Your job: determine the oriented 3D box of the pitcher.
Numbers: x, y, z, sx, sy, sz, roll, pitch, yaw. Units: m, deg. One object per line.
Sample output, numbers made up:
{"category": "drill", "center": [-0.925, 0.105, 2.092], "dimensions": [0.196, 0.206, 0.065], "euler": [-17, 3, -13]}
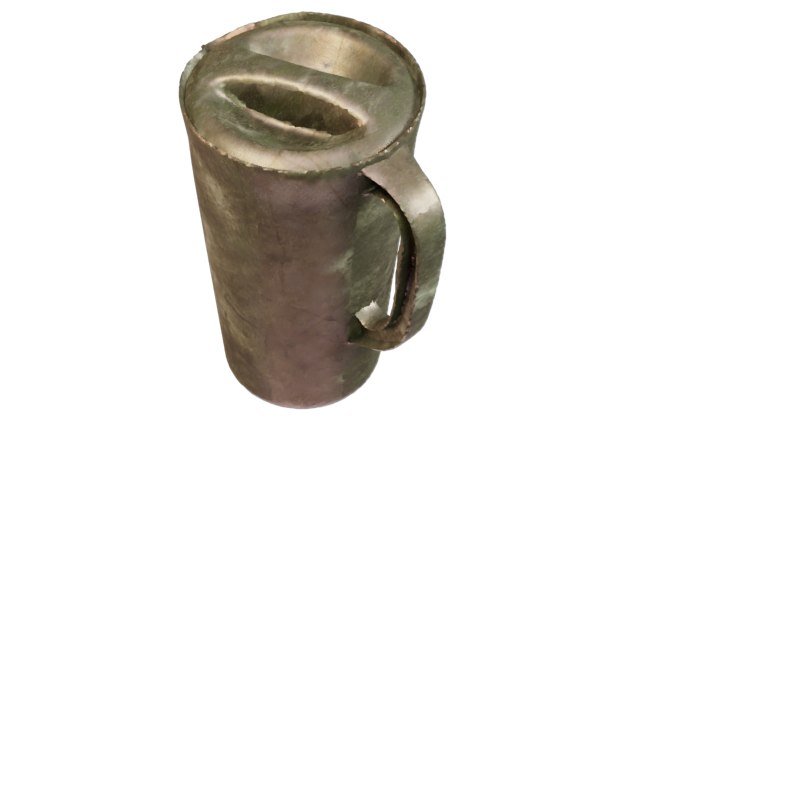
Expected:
{"category": "pitcher", "center": [-0.053, -0.096, 0.671], "dimensions": [0.145, 0.160, 0.227], "euler": [3, -38, -1]}
